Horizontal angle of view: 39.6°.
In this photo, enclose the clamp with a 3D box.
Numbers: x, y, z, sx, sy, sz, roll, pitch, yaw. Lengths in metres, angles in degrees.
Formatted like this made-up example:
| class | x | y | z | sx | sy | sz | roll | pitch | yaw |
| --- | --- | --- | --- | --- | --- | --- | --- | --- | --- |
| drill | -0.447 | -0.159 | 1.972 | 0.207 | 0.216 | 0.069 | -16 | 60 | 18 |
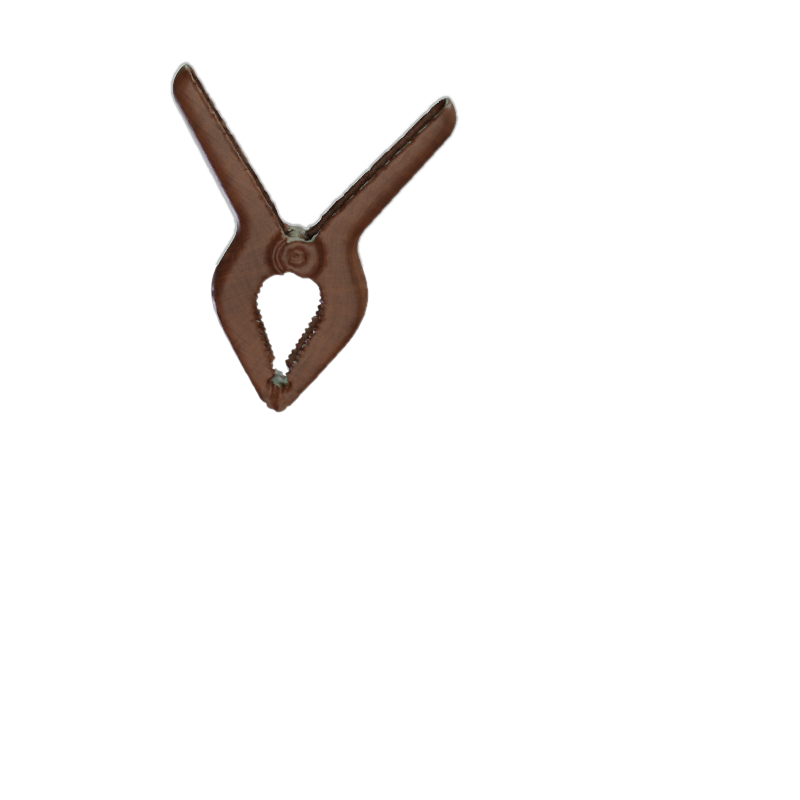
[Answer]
| class | x | y | z | sx | sy | sz | roll | pitch | yaw |
| --- | --- | --- | --- | --- | --- | --- | --- | --- | --- |
| clamp | -0.052 | -0.095 | 0.663 | 0.164 | 0.202 | 0.038 | 1 | 16 | -1 |
